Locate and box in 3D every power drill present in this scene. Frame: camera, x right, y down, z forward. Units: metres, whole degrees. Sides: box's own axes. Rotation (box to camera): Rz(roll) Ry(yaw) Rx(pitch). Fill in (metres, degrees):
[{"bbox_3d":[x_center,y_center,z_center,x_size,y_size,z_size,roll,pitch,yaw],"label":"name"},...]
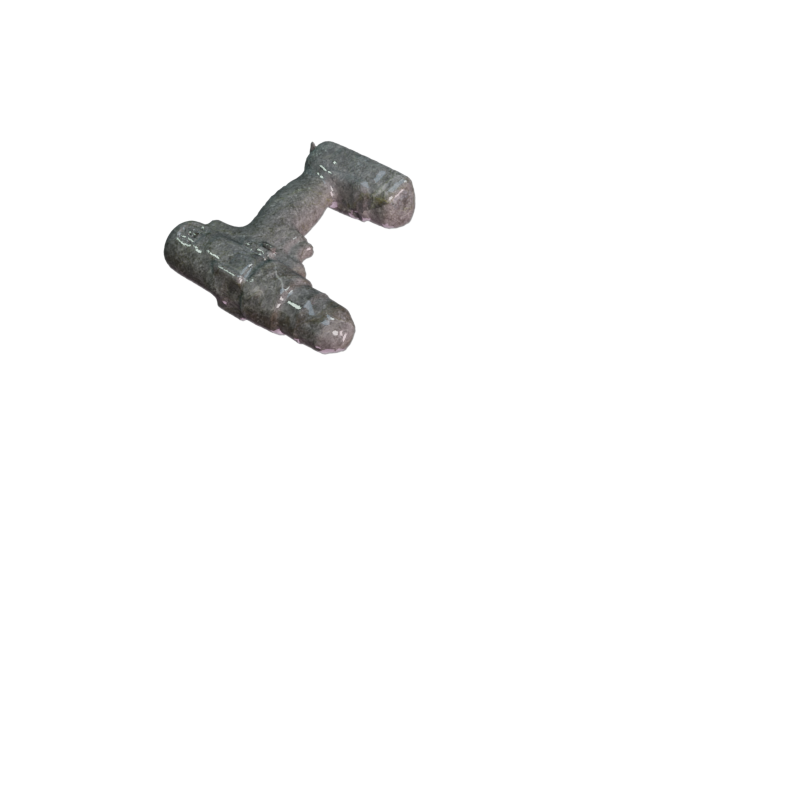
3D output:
[{"bbox_3d":[-0.071,-0.129,0.905,0.195,0.053,0.190,30,52,26],"label":"power drill"}]
